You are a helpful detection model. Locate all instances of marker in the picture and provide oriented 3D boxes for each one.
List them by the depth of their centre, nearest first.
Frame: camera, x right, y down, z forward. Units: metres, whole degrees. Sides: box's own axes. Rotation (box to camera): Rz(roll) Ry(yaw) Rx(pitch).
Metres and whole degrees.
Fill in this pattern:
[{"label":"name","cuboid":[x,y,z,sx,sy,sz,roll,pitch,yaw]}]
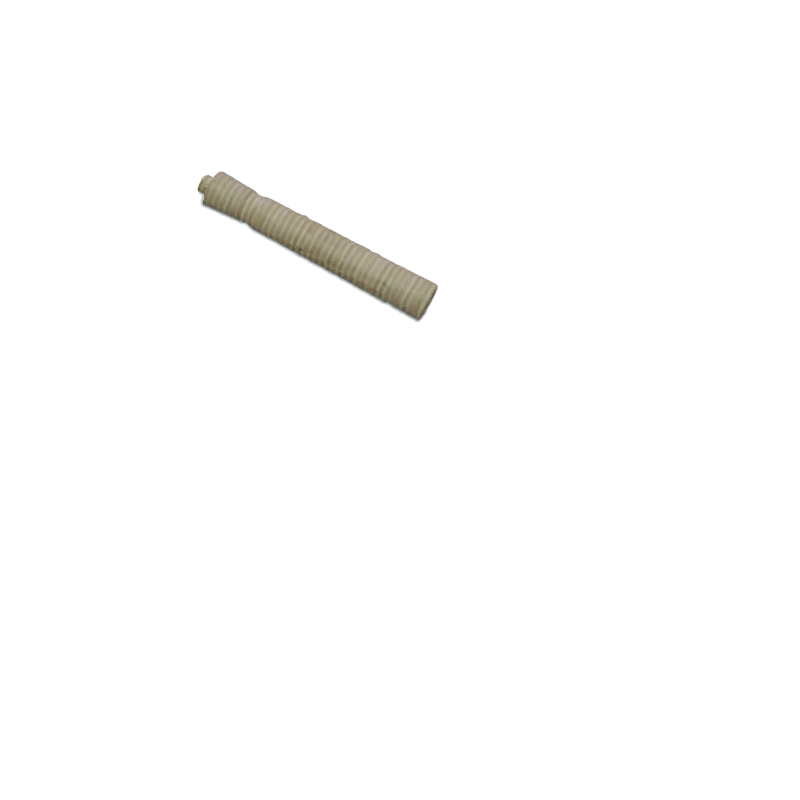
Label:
[{"label":"marker","cuboid":[-0.040,-0.073,0.512,0.124,0.020,0.019,29,8,10]}]
